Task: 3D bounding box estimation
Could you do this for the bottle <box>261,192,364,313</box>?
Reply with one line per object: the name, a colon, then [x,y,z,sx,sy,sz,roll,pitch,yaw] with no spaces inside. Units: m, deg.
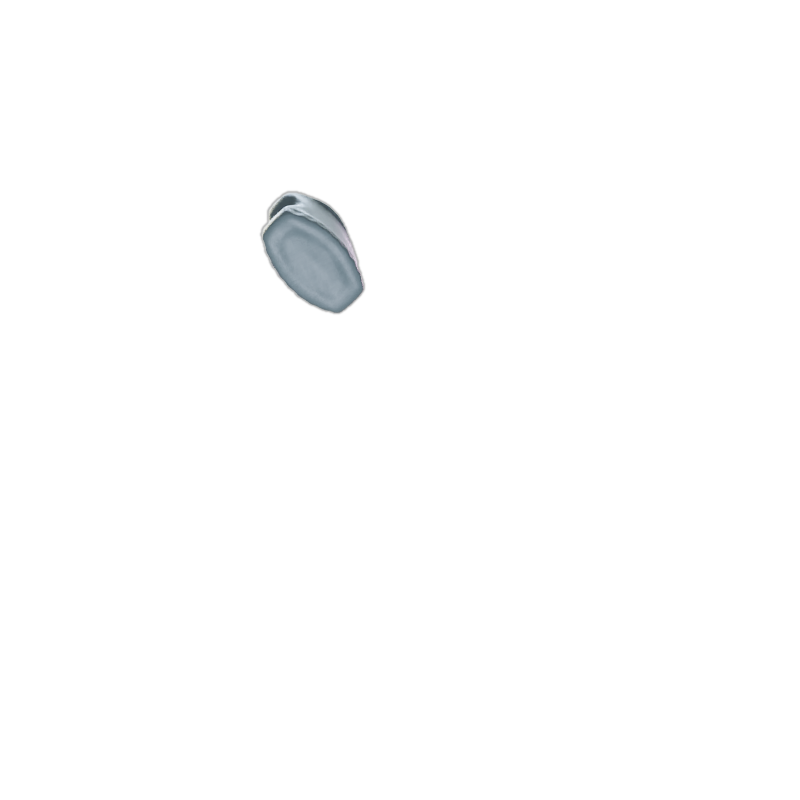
bottle: [-0.078,-0.142,0.998,0.093,0.058,0.199,43,11,-15]
